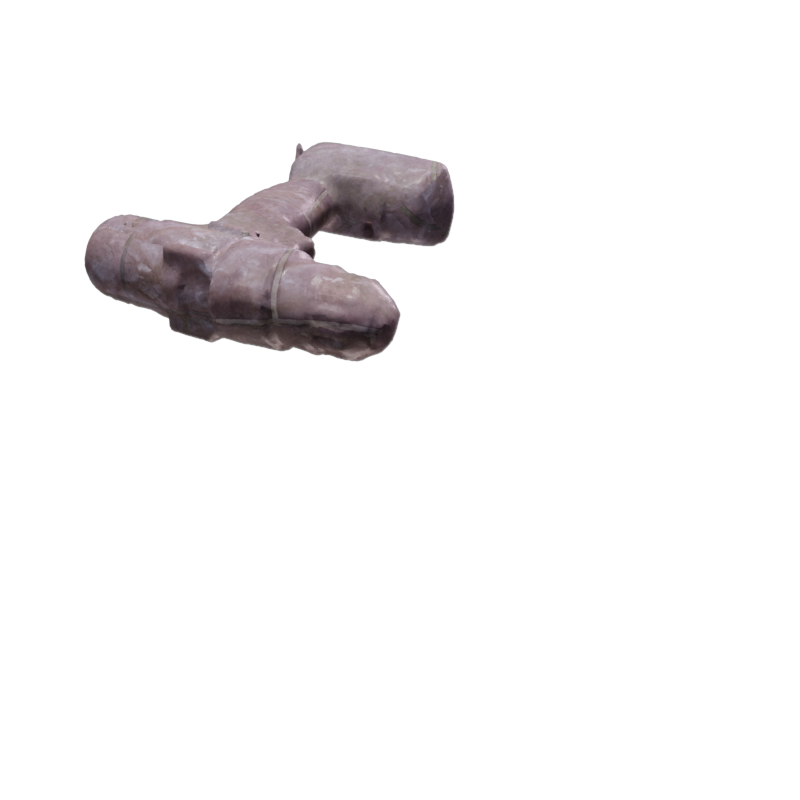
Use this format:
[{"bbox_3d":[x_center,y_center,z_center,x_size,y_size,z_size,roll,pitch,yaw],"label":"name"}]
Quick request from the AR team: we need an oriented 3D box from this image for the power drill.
[{"bbox_3d":[-0.047,-0.086,0.600,0.194,0.054,0.188,17,32,29],"label":"power drill"}]
